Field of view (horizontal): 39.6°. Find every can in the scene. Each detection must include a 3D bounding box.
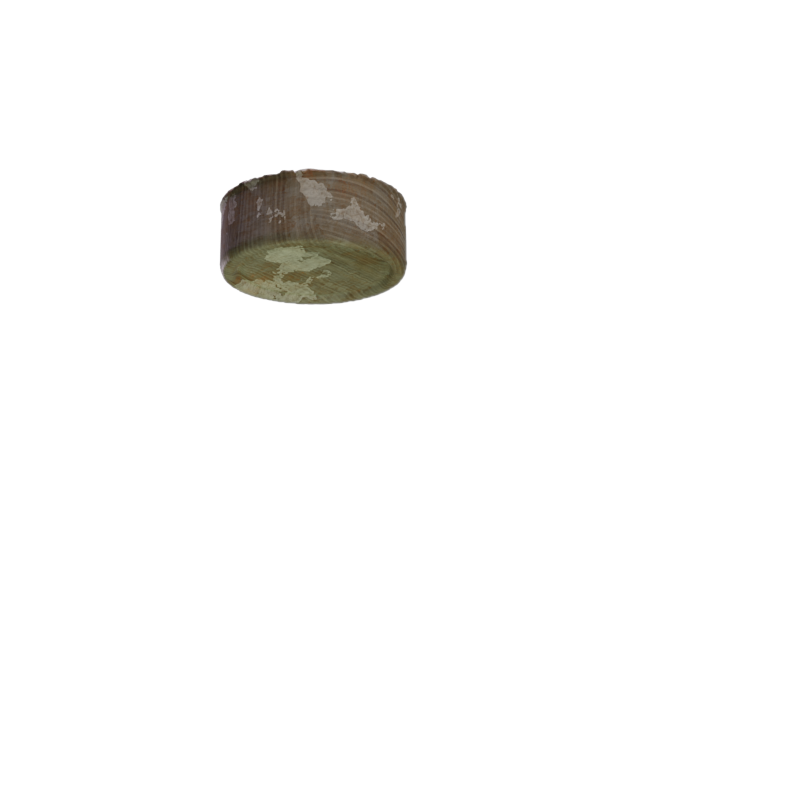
[{"bbox_3d":[-0.039,-0.072,0.504,0.086,0.035,0.082,0,-15,-2],"label":"can"}]
